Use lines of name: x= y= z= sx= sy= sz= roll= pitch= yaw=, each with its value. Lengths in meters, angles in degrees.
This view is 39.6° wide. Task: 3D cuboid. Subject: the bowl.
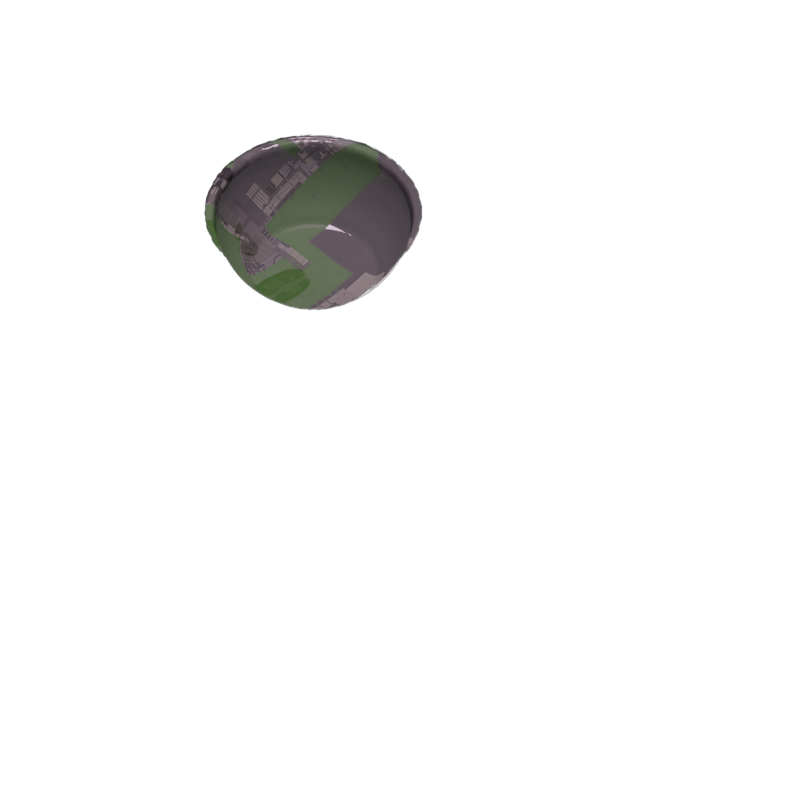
bowl: x=-0.063 y=-0.115 z=0.807 sx=0.162 sy=0.059 sz=0.151 roll=1 pitch=-39 yaw=-1
